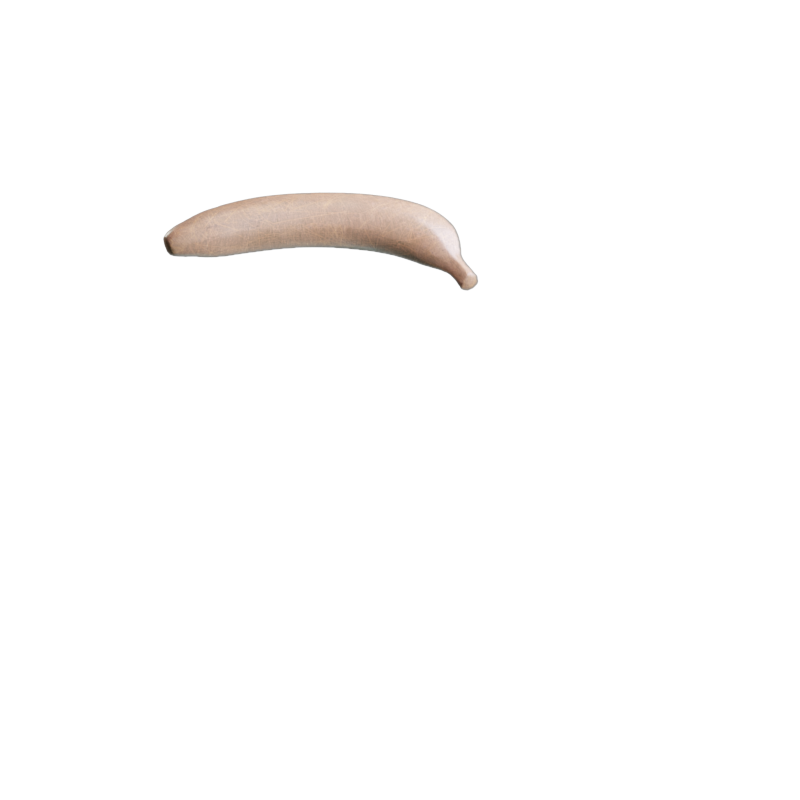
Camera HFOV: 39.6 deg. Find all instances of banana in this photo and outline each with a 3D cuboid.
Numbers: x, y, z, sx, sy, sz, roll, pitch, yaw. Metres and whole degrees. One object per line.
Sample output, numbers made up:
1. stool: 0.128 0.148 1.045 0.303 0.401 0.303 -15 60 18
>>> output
1. banana: -0.048 -0.108 0.704 0.201 0.035 0.073 6 30 10
